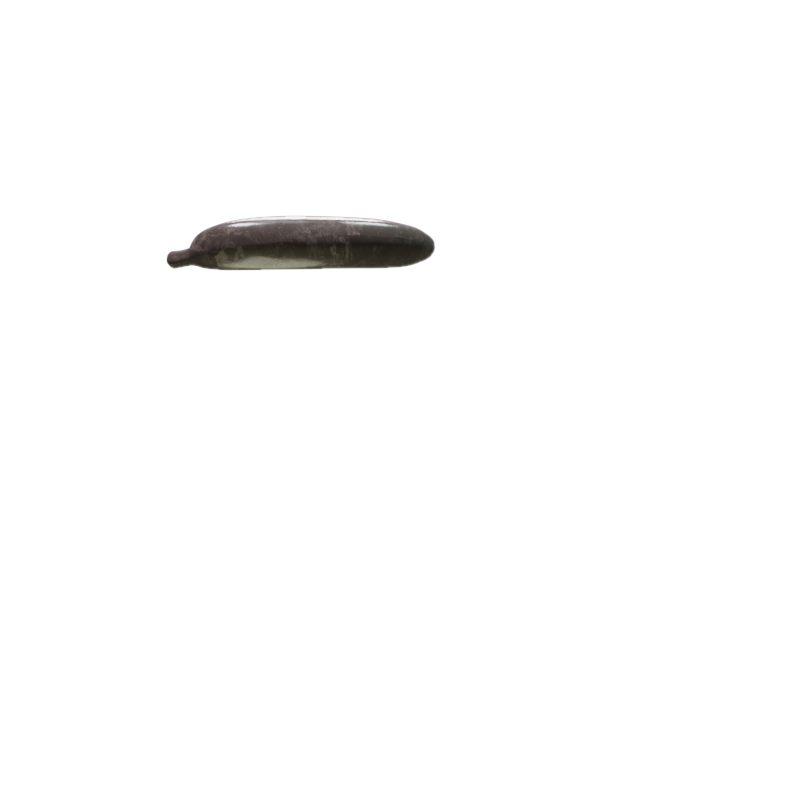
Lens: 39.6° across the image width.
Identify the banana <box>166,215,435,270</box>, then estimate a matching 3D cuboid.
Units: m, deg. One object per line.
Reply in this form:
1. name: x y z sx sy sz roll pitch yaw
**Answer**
1. banana: -0.059 -0.109 0.768 0.194 0.036 0.072 -3 8 -17
